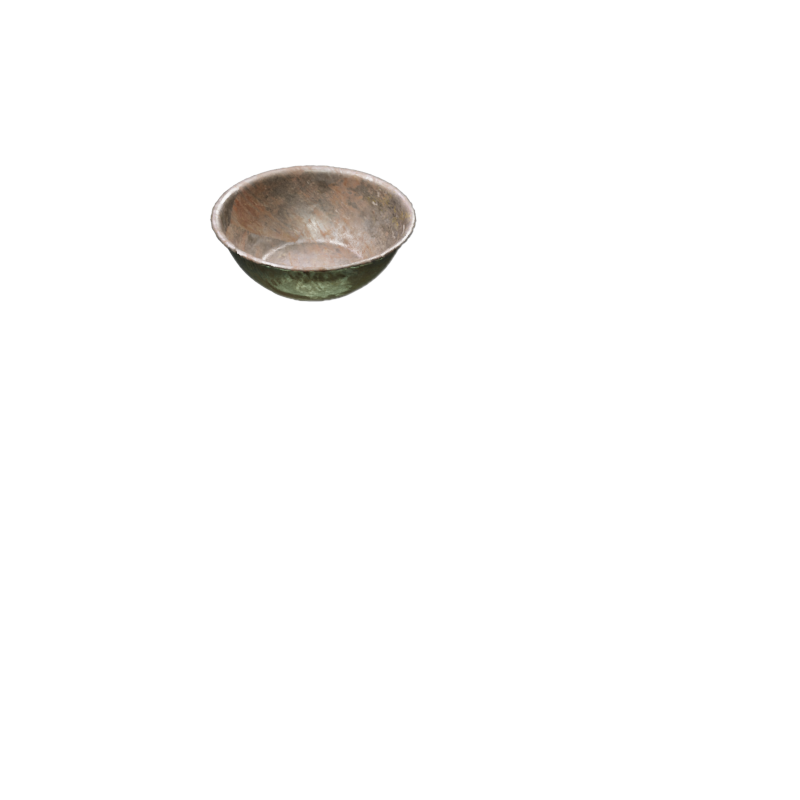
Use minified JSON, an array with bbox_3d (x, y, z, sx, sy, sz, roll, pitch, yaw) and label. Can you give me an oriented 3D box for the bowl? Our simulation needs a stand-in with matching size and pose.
[{"bbox_3d":[-0.069,-0.126,0.884,0.162,0.051,0.173,-1,37,-2],"label":"bowl"}]
